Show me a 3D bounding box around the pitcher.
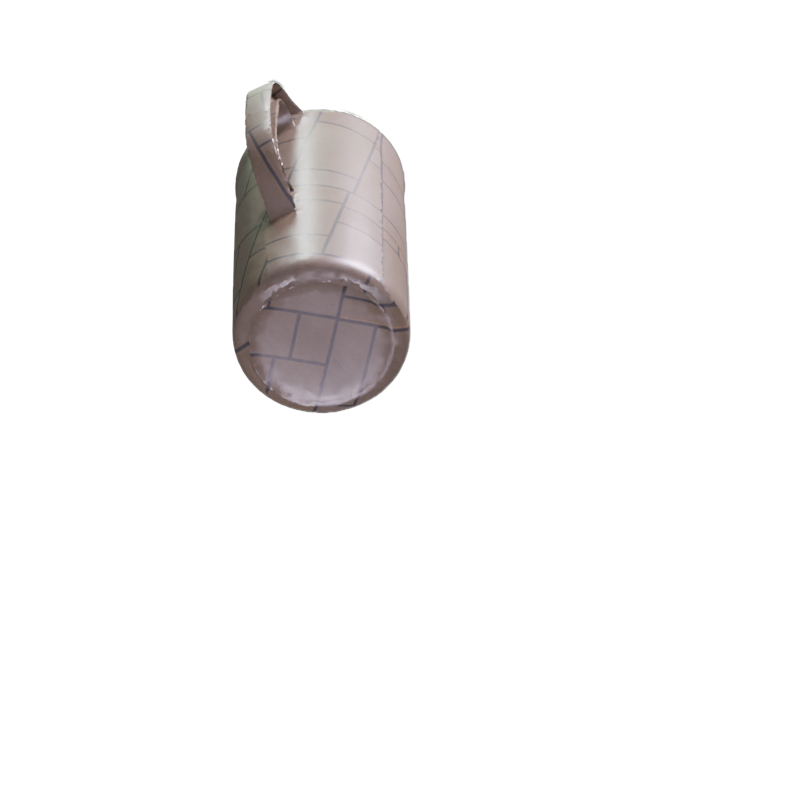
[{"bbox_3d":[-0.060,-0.109,0.763,0.146,0.140,0.258,18,28,-14],"label":"pitcher"}]
